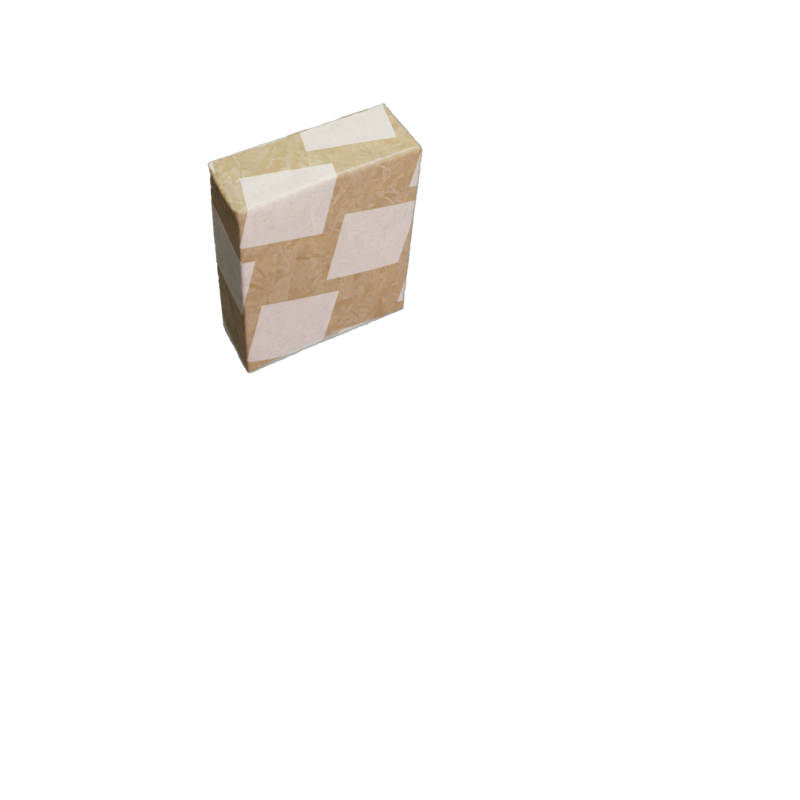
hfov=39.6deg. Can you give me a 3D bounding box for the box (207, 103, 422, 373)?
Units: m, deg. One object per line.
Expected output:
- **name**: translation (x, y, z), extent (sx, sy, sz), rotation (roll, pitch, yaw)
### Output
- **box**: translation (-0.074, -0.136, 0.951), extent (0.163, 0.077, 0.199), rotation (-23, -32, -19)
